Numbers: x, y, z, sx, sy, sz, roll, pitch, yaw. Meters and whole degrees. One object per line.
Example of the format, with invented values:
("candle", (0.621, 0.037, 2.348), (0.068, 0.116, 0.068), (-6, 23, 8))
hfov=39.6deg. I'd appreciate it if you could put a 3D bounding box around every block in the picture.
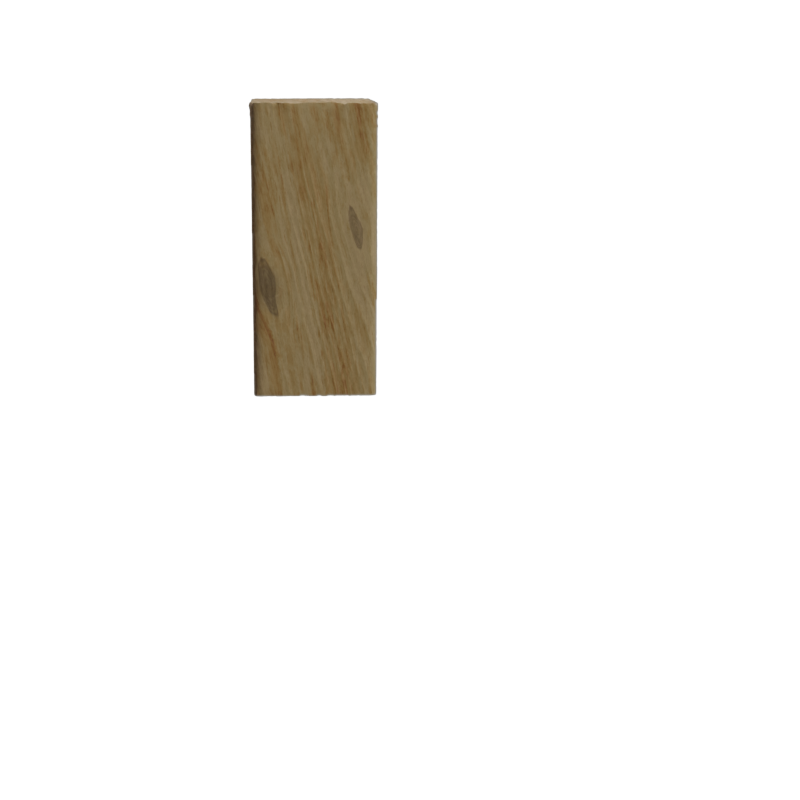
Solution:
("block", (-0.064, -0.116, 0.810), (0.090, 0.201, 0.094), (0, 11, -5))
